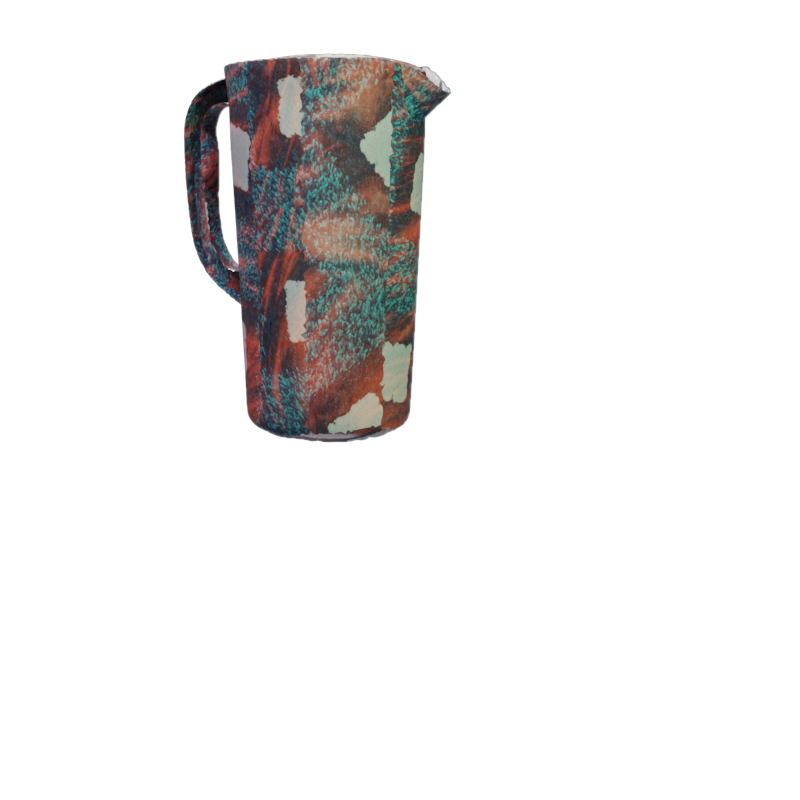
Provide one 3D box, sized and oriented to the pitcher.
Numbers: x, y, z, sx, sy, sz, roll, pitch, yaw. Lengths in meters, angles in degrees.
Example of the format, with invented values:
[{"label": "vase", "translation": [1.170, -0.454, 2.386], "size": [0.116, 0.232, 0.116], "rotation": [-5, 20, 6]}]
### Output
[{"label": "pitcher", "translation": [-0.057, -0.104, 0.729], "size": [0.141, 0.240, 0.155], "rotation": [-2, 7, -21]}]
